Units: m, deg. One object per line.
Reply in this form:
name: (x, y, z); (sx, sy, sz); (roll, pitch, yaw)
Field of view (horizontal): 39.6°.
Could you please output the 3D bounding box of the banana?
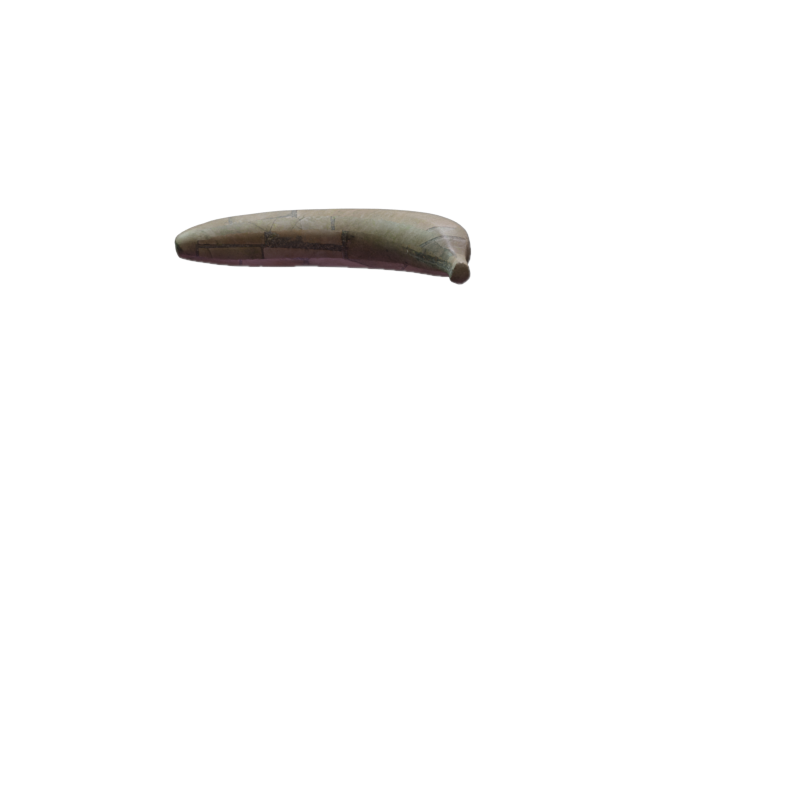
banana: (-0.038, -0.094, 0.650); (0.206, 0.036, 0.068); (7, 12, 31)
